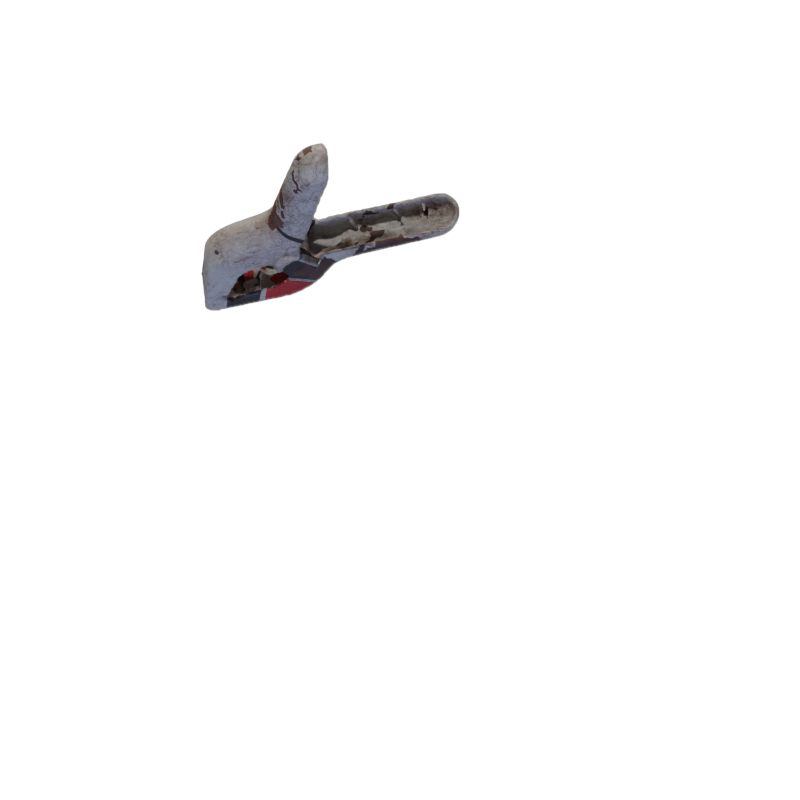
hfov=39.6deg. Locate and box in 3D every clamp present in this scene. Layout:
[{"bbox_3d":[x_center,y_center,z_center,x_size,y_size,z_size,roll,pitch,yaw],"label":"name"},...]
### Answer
[{"bbox_3d":[-0.052,-0.095,0.663,0.114,0.041,0.171,16,-26,-34],"label":"clamp"}]
